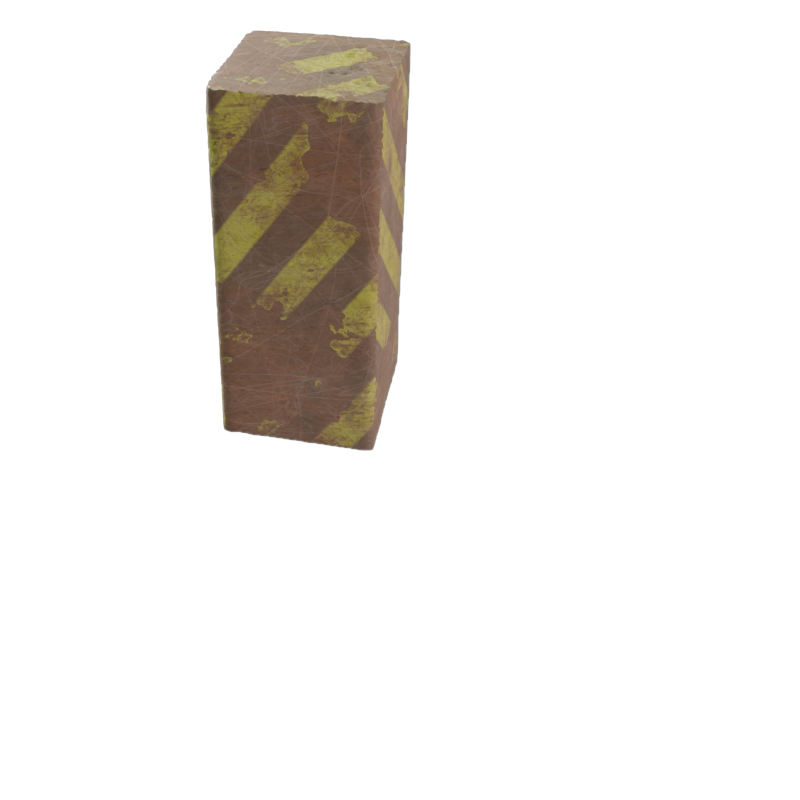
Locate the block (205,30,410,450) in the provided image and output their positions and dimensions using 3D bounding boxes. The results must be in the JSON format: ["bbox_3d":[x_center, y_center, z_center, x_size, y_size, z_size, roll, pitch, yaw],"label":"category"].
[{"bbox_3d":[-0.048,-0.087,0.605,0.091,0.194,0.095,7,33,7],"label":"block"}]
